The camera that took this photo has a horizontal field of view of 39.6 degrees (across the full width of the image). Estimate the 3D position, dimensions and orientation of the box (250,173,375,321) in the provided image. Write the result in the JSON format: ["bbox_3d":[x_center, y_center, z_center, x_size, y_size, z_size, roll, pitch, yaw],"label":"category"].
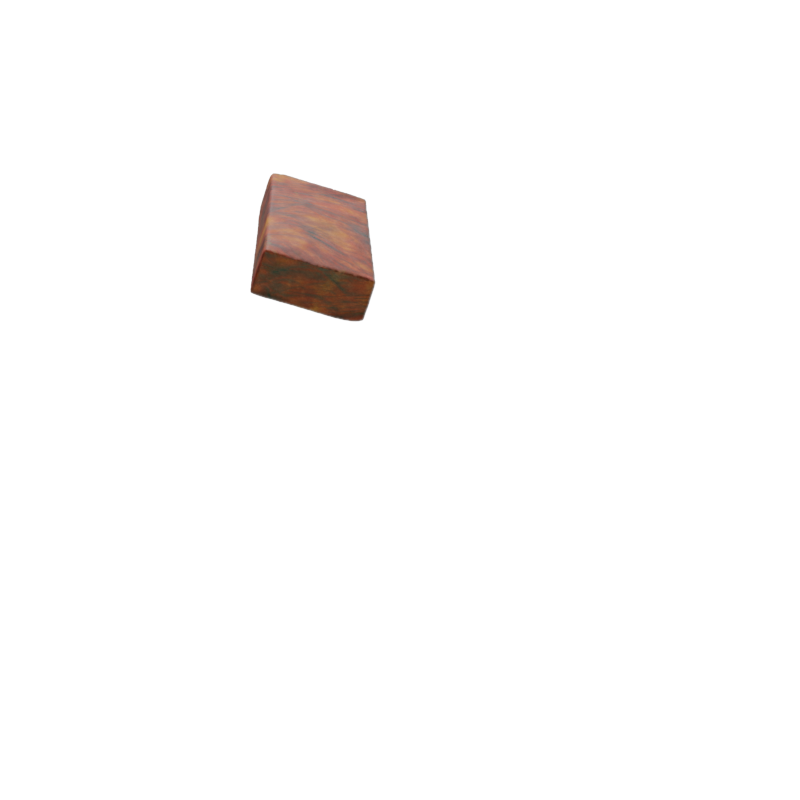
[{"bbox_3d":[-0.073,-0.134,0.933,0.092,0.046,0.187,14,30,-12],"label":"box"}]
